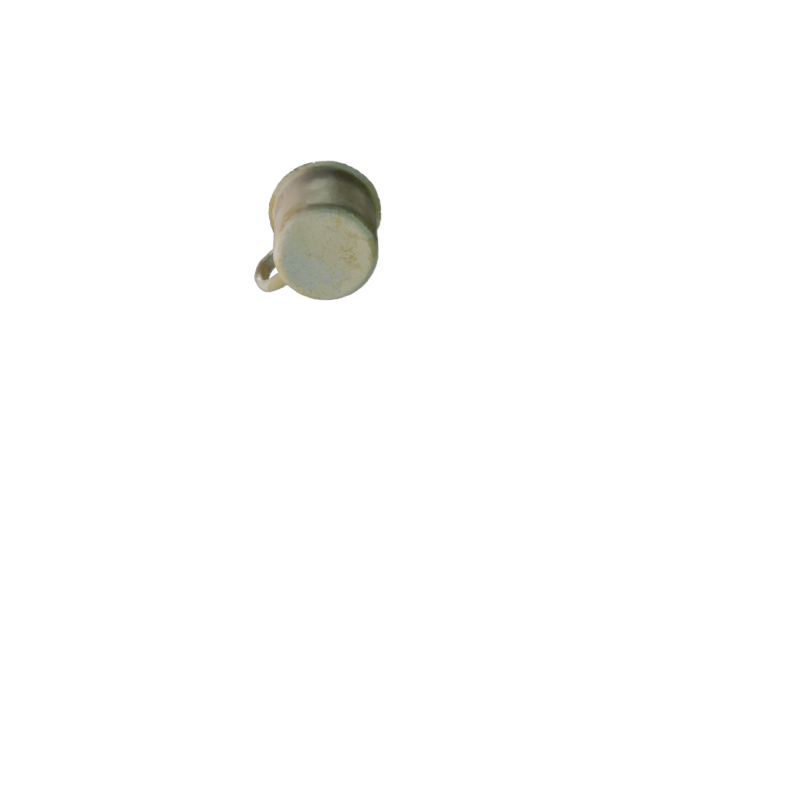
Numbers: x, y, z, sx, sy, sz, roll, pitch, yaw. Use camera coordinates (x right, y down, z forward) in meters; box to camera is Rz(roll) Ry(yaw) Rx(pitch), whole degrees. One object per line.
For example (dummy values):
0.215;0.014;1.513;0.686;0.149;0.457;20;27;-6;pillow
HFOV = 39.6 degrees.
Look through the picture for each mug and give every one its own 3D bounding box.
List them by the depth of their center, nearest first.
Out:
-0.069;-0.126;0.880;0.117;0.088;0.087;-32;26;15;mug
